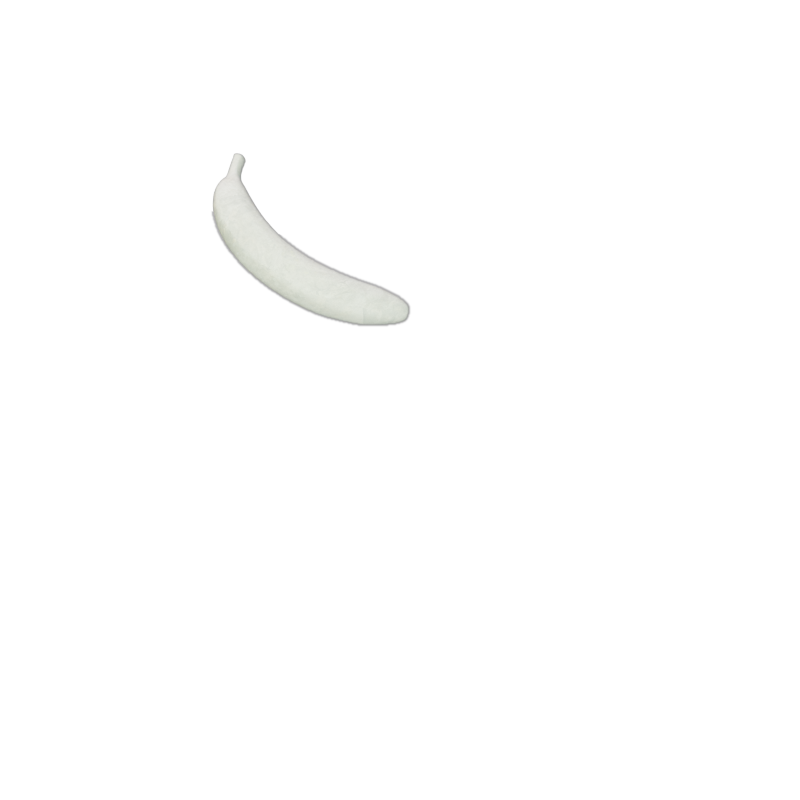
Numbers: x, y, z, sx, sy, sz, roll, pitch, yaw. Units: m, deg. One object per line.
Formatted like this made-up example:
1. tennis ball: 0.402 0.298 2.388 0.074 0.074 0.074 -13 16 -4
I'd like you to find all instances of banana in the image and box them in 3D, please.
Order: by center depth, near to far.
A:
1. banana: -0.084 -0.115 0.871 0.070 0.205 0.035 -43 -13 -13
